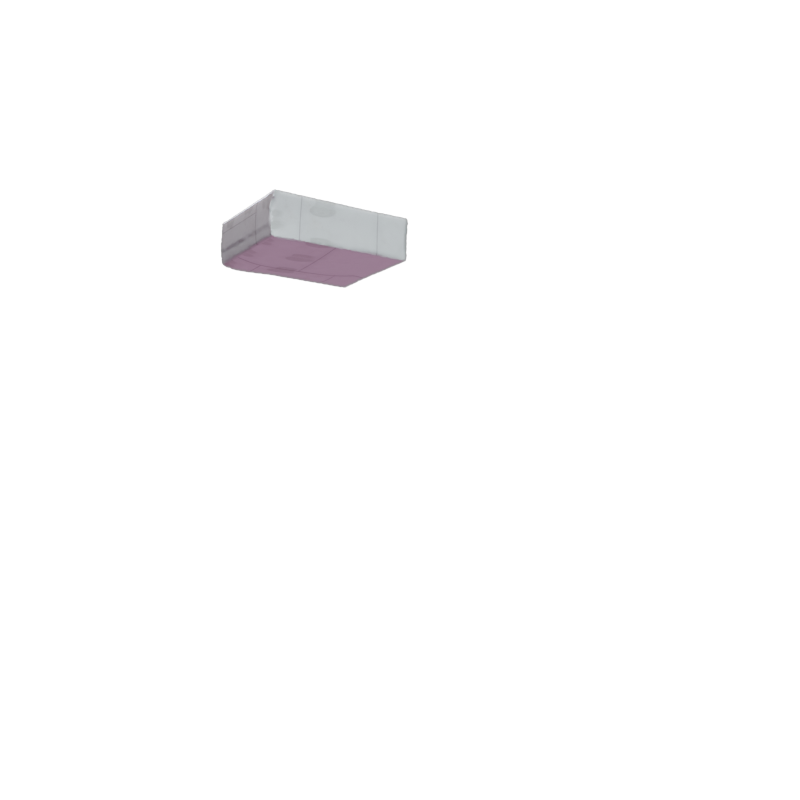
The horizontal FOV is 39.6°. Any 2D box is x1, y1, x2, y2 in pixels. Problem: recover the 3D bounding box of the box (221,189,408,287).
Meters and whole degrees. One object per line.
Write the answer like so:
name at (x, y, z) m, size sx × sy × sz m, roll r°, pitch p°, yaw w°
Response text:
box at (-0.064, -0.117, 0.820) m, size 0.109 × 0.040 × 0.090 m, roll 6°, pitch -13°, yaw -30°
